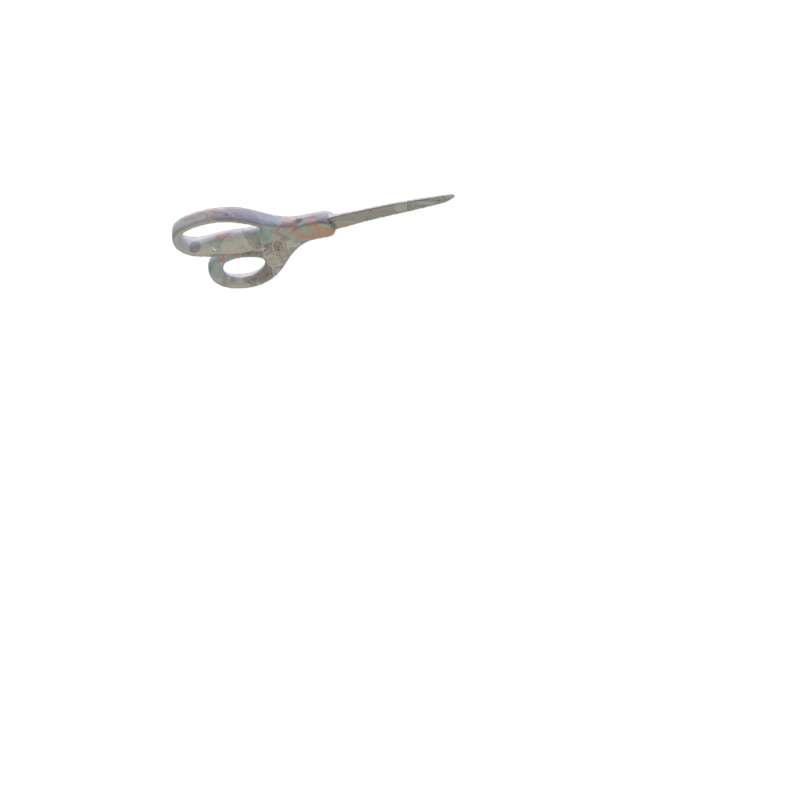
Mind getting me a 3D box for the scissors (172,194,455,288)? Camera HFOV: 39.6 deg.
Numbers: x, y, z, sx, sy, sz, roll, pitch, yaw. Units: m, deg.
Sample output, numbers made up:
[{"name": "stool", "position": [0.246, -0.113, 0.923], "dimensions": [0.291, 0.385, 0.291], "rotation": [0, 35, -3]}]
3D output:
[{"name": "scissors", "position": [-0.063, -0.115, 0.804], "dimensions": [0.202, 0.017, 0.090], "rotation": [-2, -31, 3]}]
